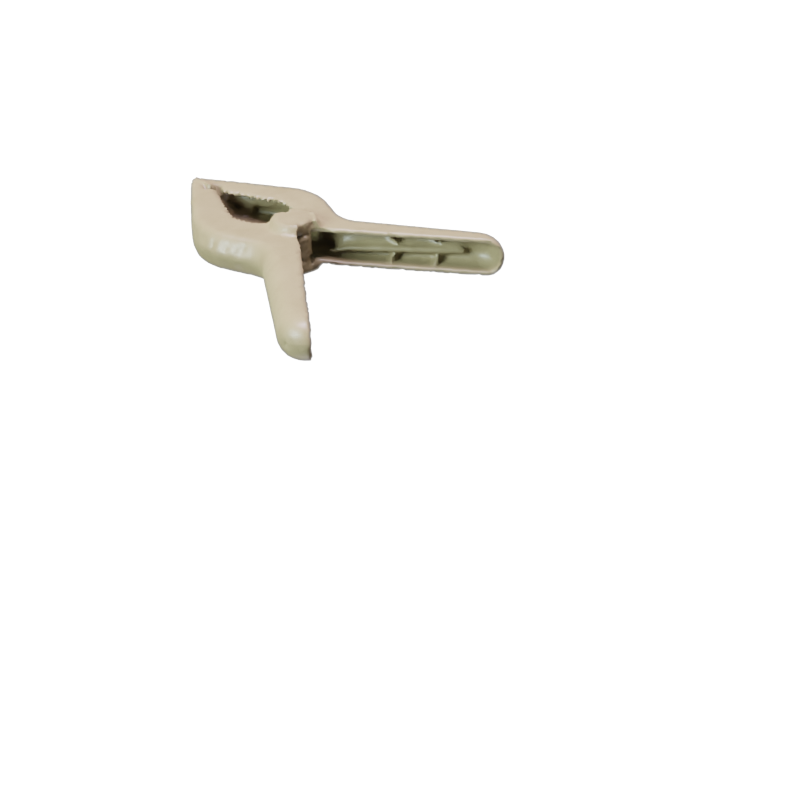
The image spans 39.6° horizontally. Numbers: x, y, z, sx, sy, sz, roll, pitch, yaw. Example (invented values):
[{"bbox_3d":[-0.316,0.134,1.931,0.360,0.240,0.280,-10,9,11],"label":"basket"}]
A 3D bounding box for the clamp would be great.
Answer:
[{"bbox_3d":[-0.053,-0.098,0.683,0.162,0.034,0.225,-20,36,-31],"label":"clamp"}]
